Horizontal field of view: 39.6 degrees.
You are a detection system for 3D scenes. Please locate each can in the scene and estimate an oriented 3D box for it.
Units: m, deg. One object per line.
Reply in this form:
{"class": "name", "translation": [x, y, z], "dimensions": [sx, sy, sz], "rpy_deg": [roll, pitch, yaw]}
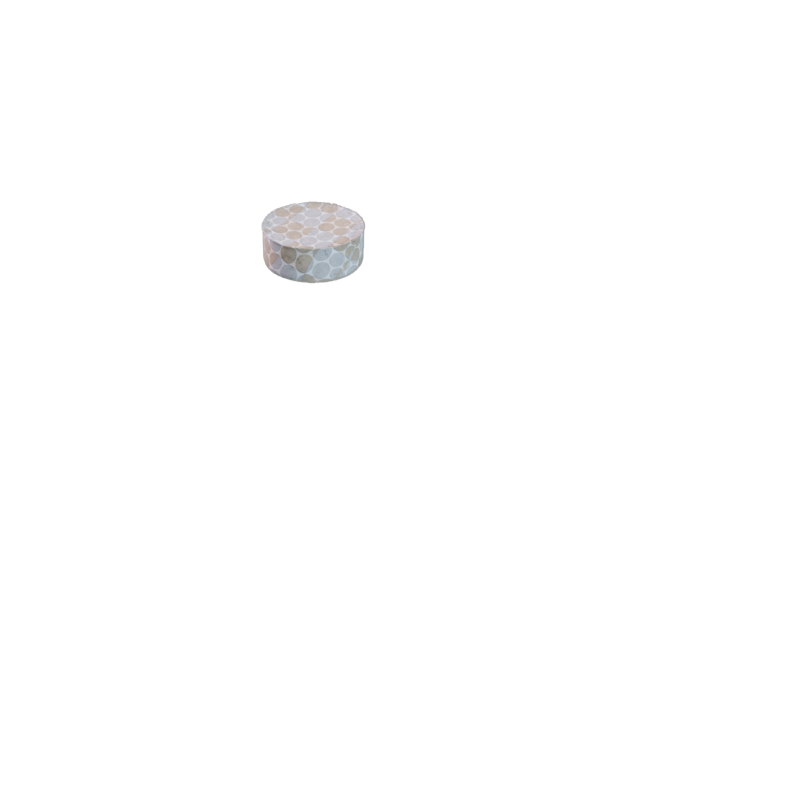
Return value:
{"class": "can", "translation": [-0.072, -0.132, 0.922], "dimensions": [0.086, 0.032, 0.091], "rpy_deg": [-1, 33, -2]}
